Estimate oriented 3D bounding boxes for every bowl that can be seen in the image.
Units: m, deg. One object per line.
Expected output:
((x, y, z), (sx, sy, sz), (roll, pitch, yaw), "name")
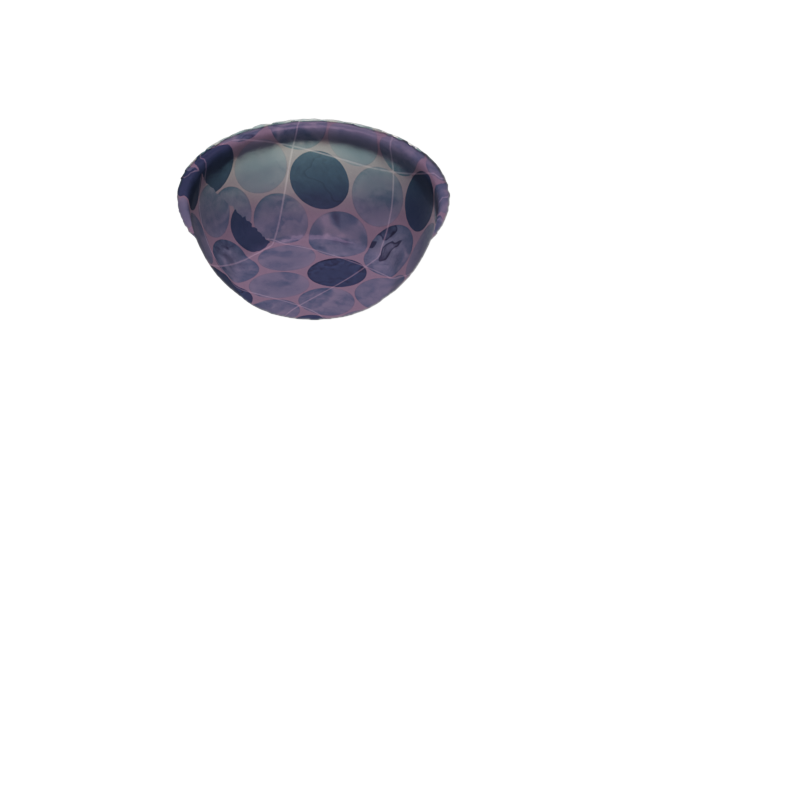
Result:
((-0.050, -0.092, 0.643), (0.162, 0.059, 0.152), (1, -28, -2), "bowl")
